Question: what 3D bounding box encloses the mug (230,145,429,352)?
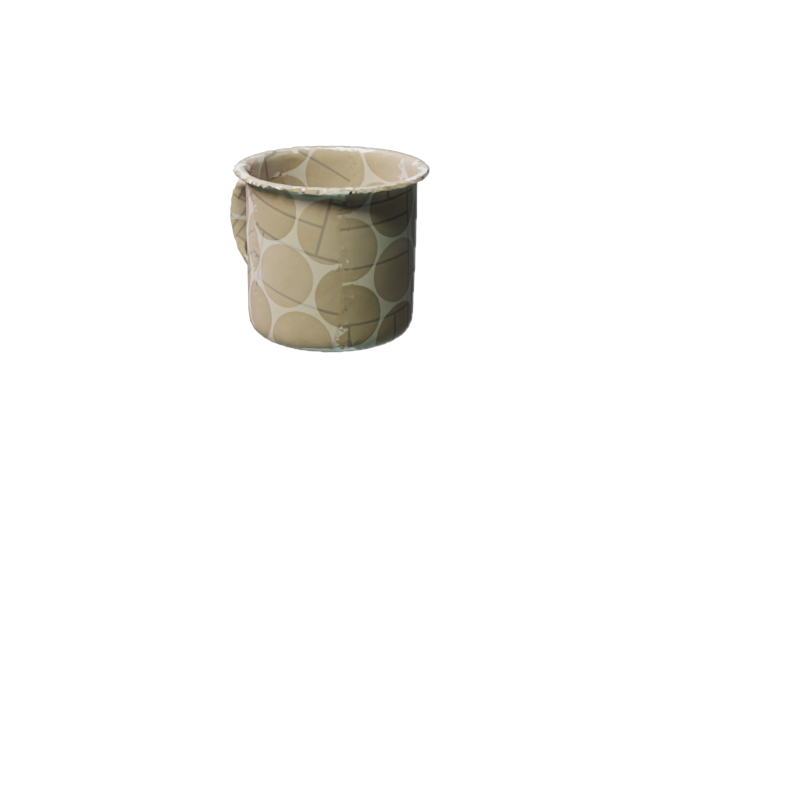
[{"bbox_3d":[-0.043,-0.078,0.546,0.124,0.078,0.092,19,28,38],"label":"mug"}]
